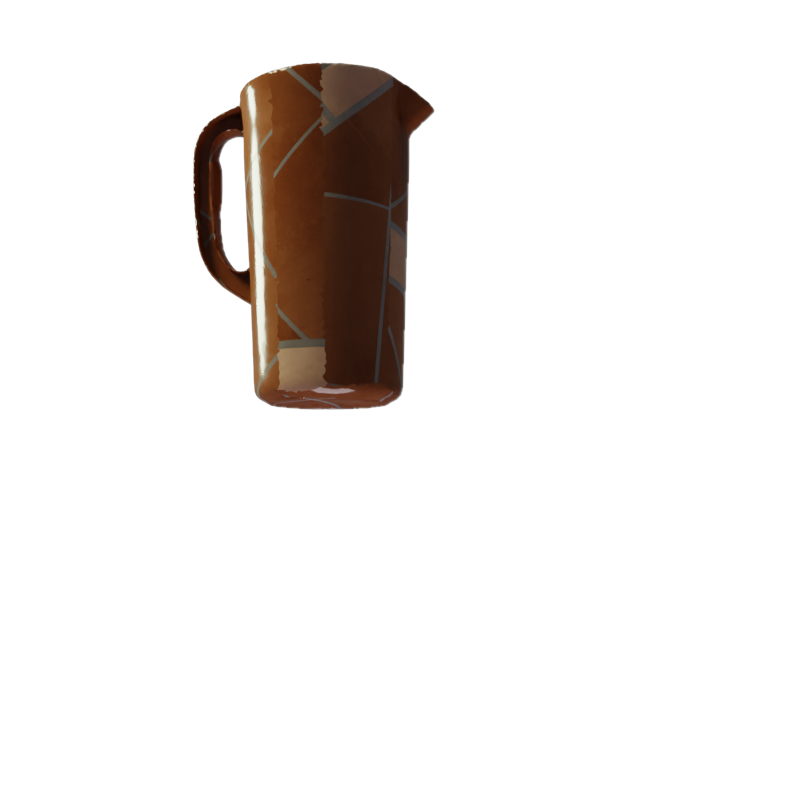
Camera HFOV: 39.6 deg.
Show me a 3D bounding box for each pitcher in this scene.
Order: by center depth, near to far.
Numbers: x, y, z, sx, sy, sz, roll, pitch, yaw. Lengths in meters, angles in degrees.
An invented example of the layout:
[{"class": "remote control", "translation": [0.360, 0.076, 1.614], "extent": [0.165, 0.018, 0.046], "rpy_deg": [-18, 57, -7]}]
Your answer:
[{"class": "pitcher", "translation": [-0.065, -0.119, 0.830], "extent": [0.139, 0.251, 0.151], "rpy_deg": [7, -13, -32]}]
